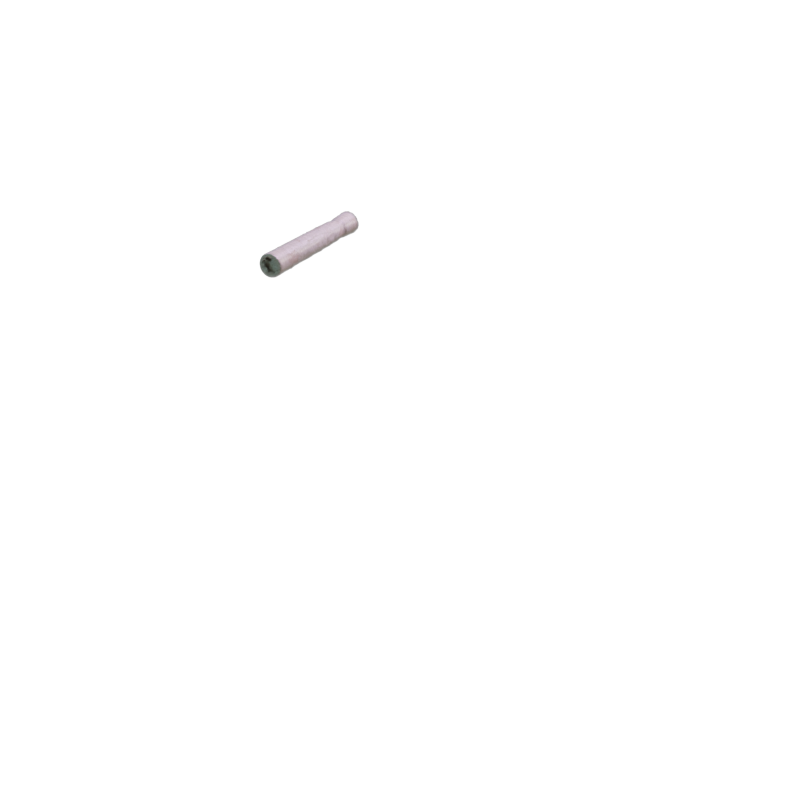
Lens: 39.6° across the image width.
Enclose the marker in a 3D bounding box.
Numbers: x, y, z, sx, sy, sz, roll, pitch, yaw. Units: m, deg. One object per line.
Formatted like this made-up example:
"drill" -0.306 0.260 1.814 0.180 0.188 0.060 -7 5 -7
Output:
"marker" -0.067 -0.122 0.853 0.020 0.019 0.122 2 24 30
